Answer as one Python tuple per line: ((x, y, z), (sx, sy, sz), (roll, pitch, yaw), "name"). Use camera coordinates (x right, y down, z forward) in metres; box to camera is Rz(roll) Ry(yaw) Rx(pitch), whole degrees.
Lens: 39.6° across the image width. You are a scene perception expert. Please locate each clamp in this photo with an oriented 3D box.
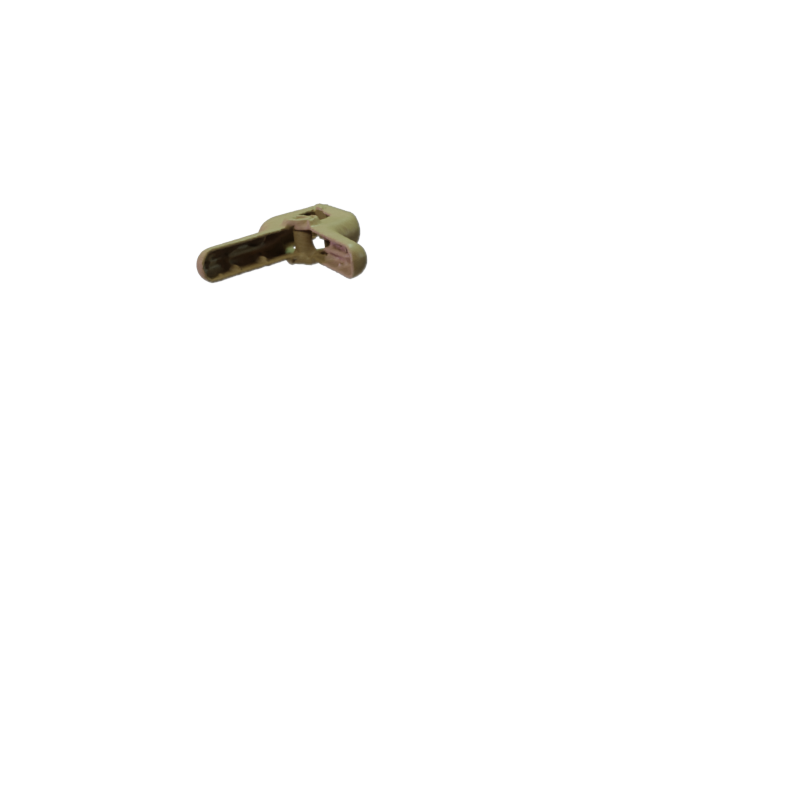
((-0.065, -0.118, 0.830), (0.123, 0.037, 0.174), (7, 24, 16), "clamp")
